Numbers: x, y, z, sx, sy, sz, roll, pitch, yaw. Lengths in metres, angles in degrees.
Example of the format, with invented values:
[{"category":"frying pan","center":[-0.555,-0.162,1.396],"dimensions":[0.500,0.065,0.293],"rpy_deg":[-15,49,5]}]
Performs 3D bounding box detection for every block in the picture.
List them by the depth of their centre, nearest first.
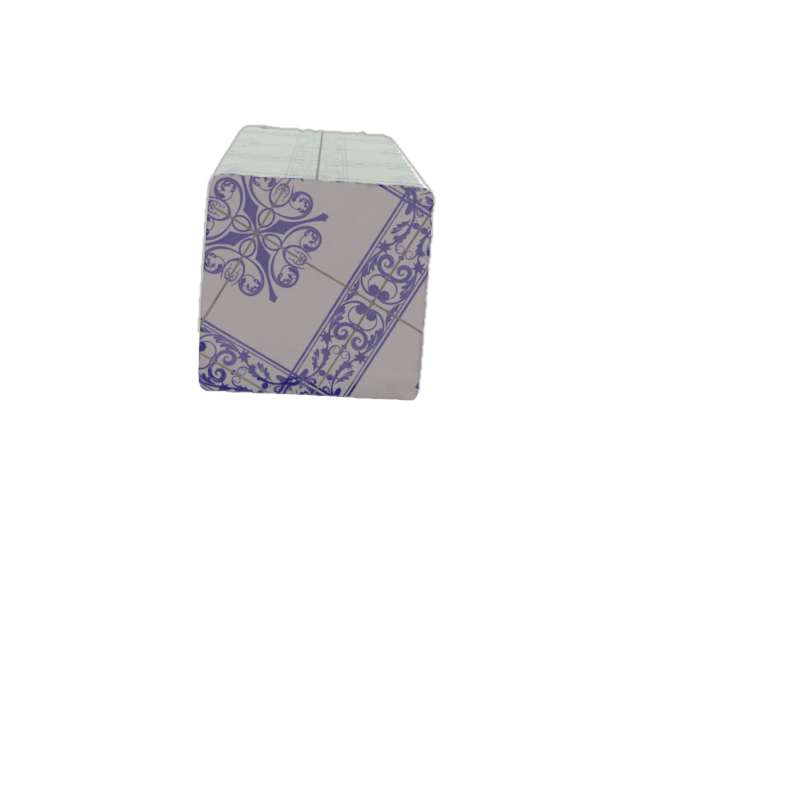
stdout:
[{"category":"block","center":[-0.042,-0.077,0.538],"dimensions":[0.090,0.087,0.214],"rpy_deg":[3,17,-5]}]
